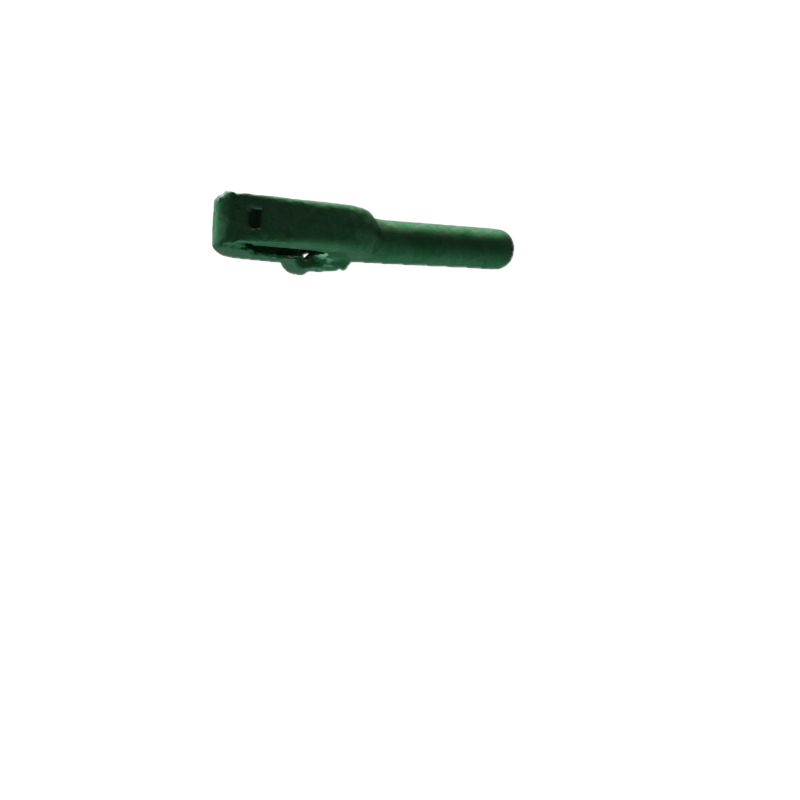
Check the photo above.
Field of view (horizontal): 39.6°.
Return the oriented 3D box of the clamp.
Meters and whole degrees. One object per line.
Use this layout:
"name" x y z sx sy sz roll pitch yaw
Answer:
"clamp" -0.051 -0.094 0.656 0.170 0.037 0.201 1 2 35
